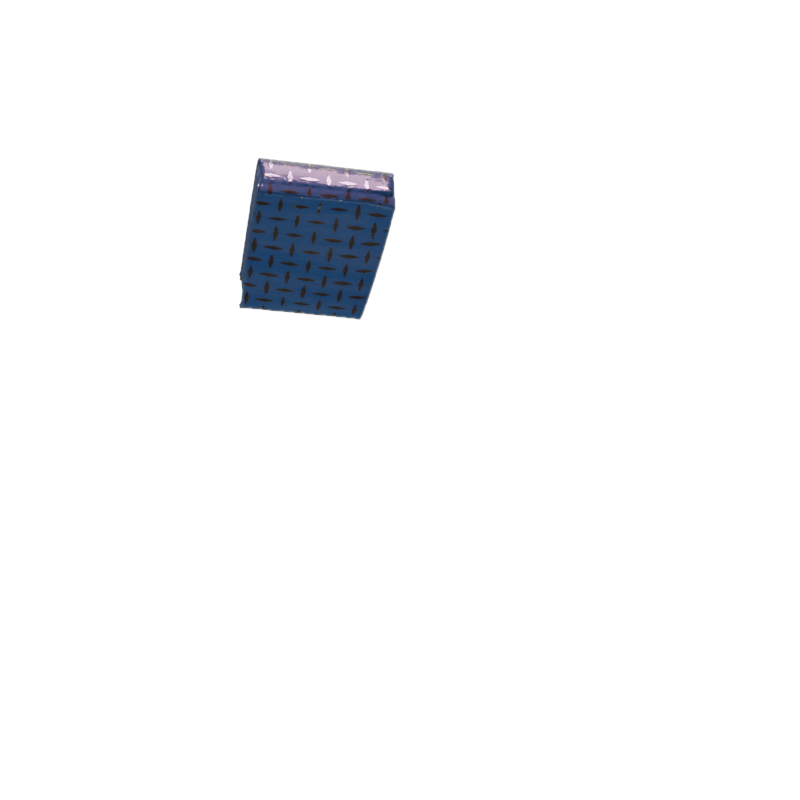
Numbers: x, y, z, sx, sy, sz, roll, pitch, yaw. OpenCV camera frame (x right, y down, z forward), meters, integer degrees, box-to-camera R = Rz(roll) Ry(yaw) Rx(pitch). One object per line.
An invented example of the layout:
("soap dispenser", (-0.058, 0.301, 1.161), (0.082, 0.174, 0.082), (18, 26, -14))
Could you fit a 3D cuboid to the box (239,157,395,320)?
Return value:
("box", (-0.058, -0.105, 0.739), (0.089, 0.042, 0.107), (7, -44, -9))
